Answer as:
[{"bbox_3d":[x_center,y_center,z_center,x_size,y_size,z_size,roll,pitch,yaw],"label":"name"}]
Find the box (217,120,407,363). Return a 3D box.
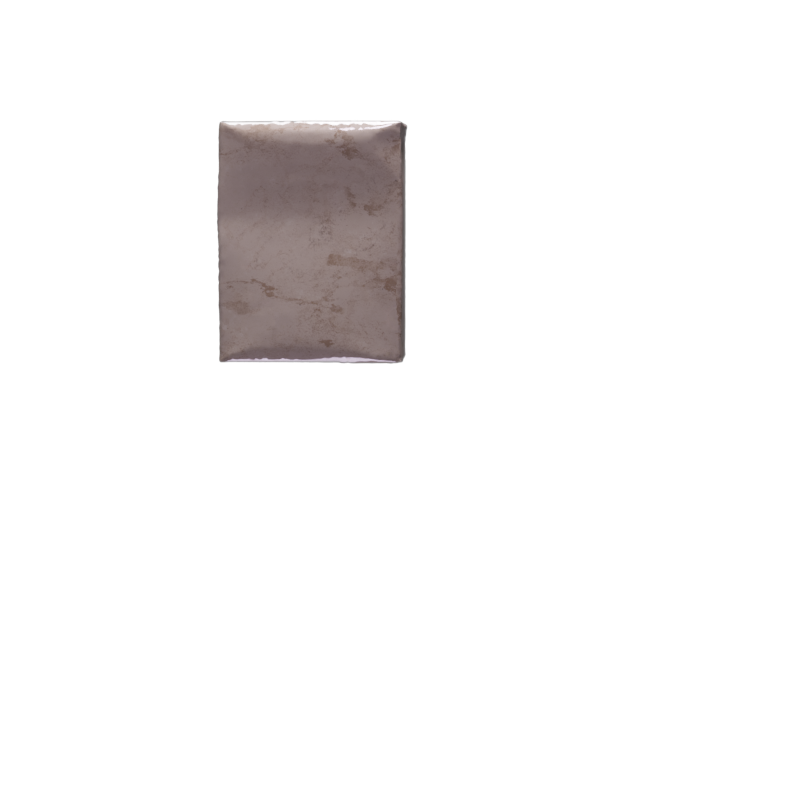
[{"bbox_3d":[-0.077,-0.141,0.986,0.165,0.212,0.072,1,4,6],"label":"box"}]
